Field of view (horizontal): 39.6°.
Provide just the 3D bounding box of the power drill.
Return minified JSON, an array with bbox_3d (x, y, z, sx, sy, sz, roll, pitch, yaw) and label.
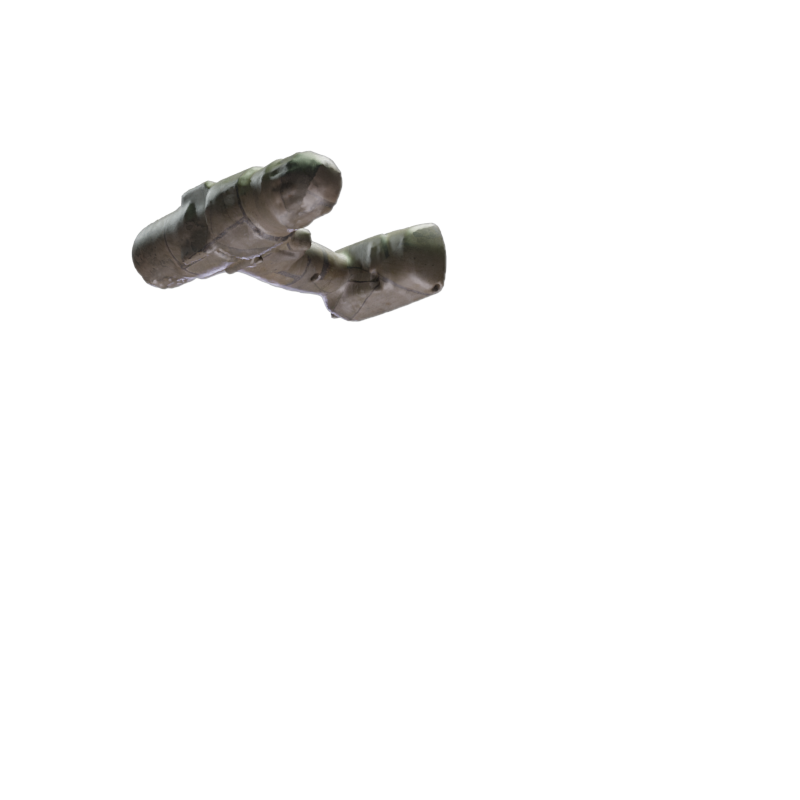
[{"bbox_3d":[-0.058,-0.105,0.738,0.177,0.060,0.187,12,-18,-42],"label":"power drill"}]
